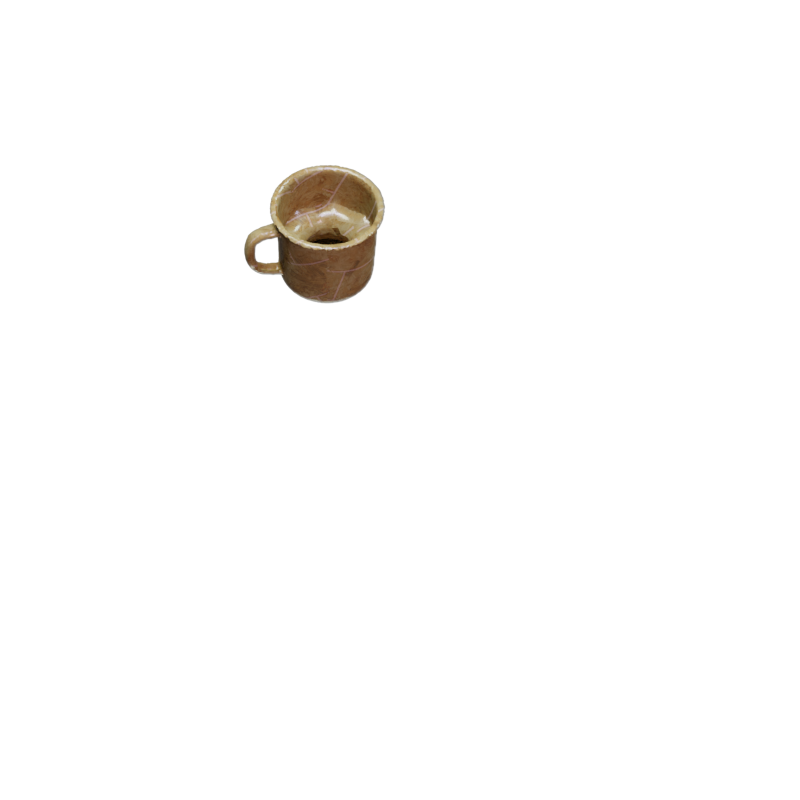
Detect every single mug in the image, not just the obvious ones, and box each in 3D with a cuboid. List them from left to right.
[{"bbox_3d":[-0.072,-0.132,0.922,0.116,0.101,0.076,-17,-35,-13],"label":"mug"}]
